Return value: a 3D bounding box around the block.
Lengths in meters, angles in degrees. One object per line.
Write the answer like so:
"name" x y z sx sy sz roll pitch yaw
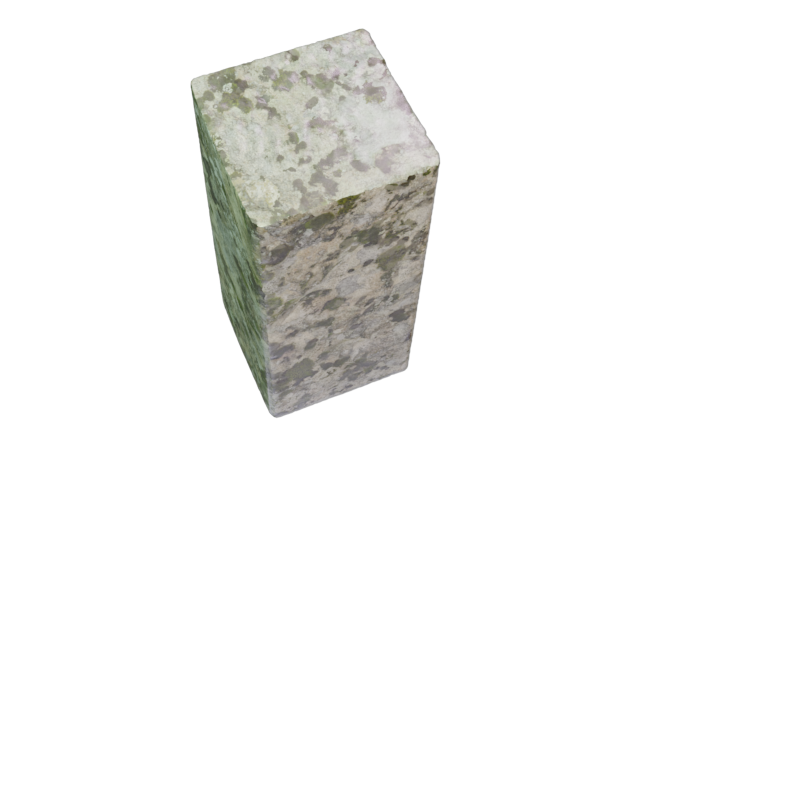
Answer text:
"block" -0.045 -0.082 0.580 0.090 0.096 0.194 -19 -24 -13
